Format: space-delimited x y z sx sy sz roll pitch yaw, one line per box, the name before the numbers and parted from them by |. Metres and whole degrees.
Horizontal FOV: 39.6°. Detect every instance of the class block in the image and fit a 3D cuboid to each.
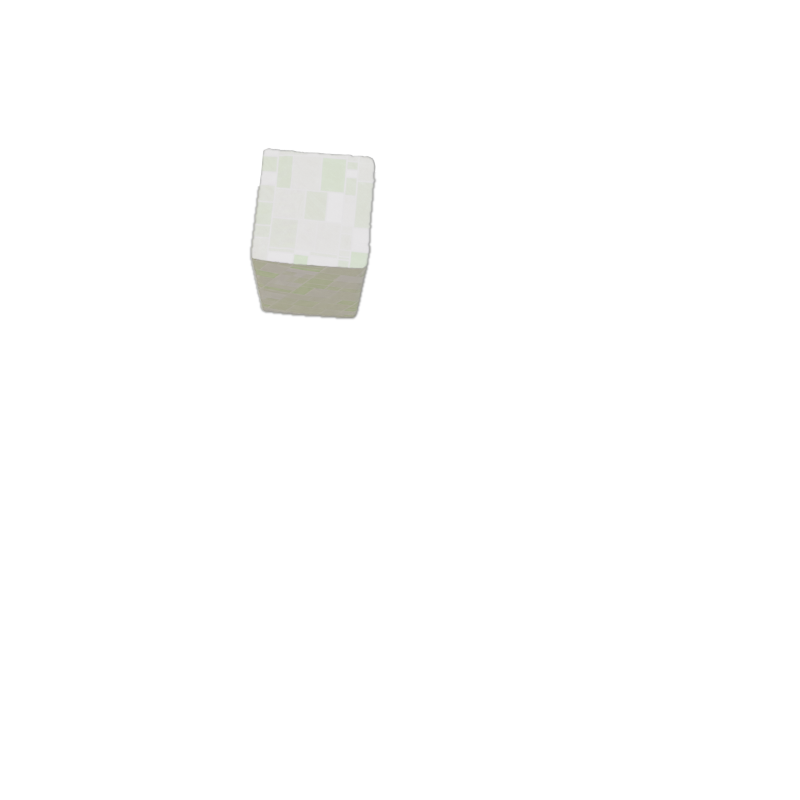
block | -0.073 -0.134 0.940 0.090 0.093 0.201 5 -9 -3
